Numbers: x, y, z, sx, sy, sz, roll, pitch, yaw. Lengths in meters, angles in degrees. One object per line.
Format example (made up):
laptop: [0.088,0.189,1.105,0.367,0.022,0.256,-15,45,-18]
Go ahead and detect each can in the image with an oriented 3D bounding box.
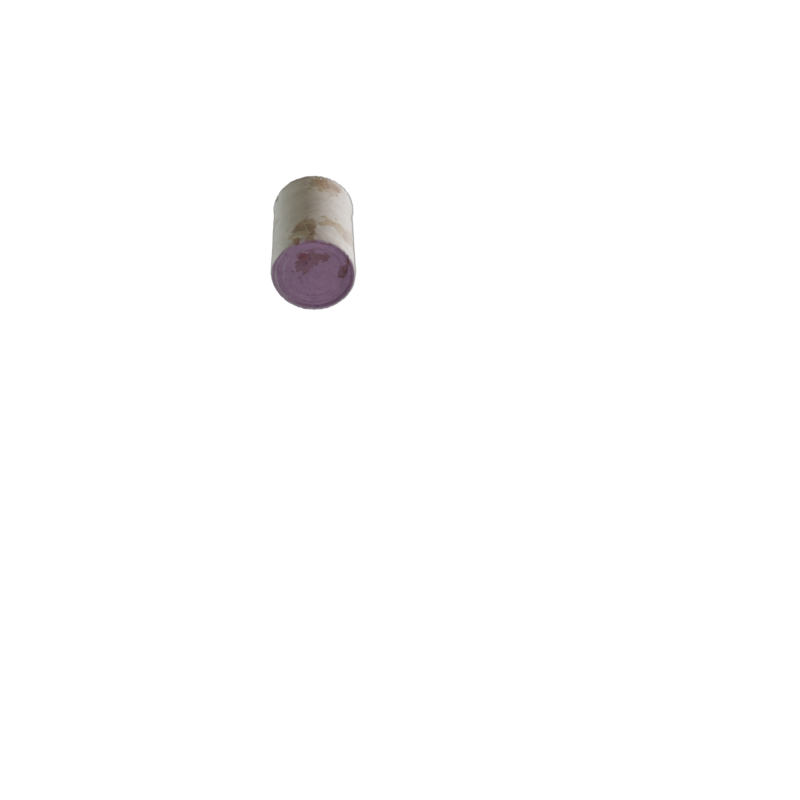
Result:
can: [-0.070,-0.128,0.898,0.068,0.064,0.109,-1,36,-3]
